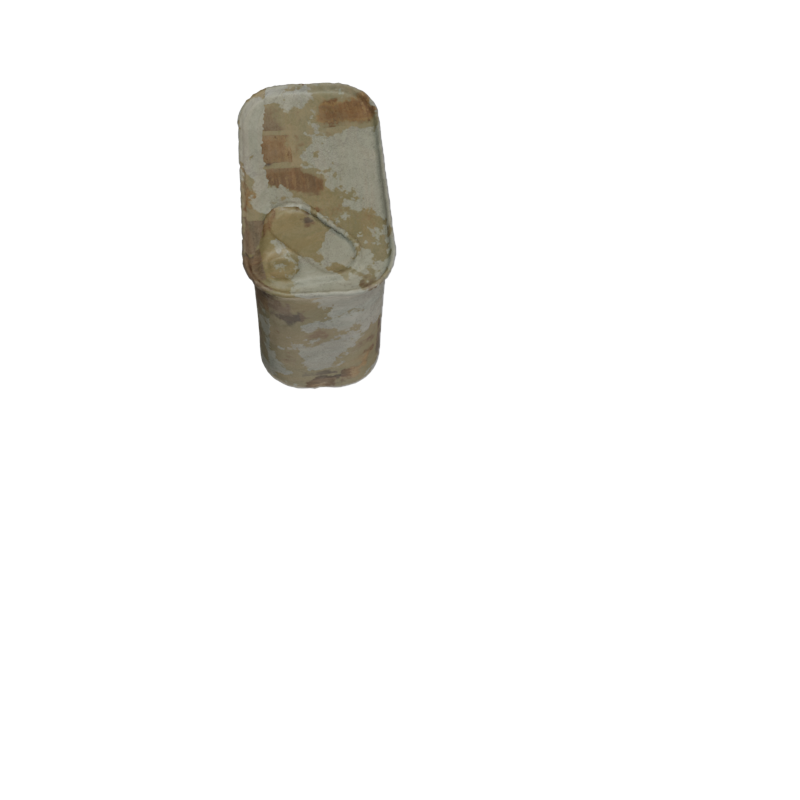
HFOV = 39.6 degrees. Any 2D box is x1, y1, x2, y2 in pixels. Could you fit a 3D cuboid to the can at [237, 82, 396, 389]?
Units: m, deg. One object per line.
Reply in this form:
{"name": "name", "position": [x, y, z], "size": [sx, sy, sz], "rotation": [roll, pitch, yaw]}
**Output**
{"name": "can", "position": [-0.036, -0.066, 0.462], "size": [0.057, 0.109, 0.079], "rotation": [-4, -30, -5]}
